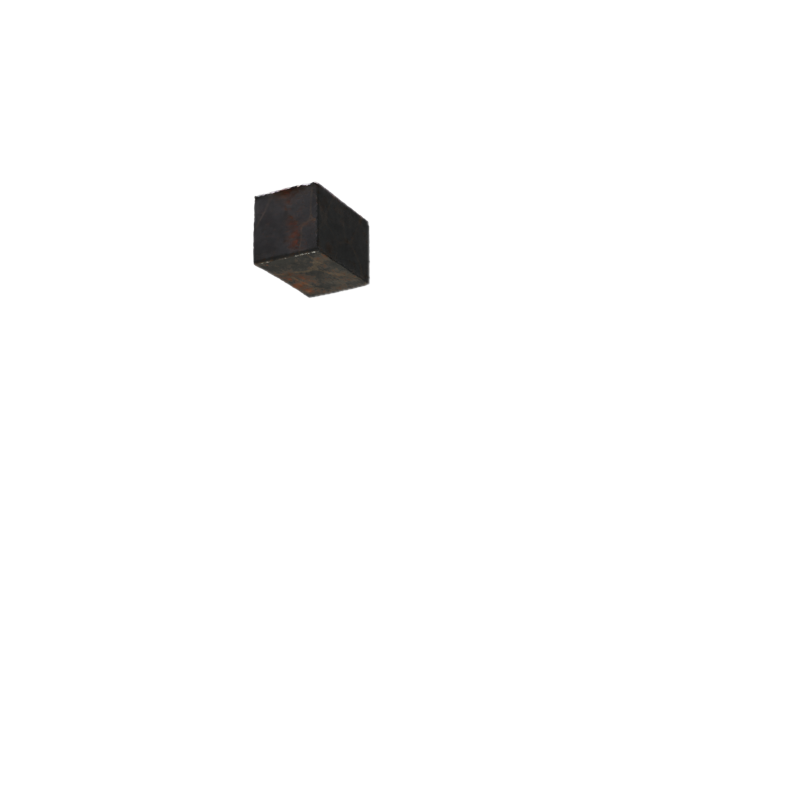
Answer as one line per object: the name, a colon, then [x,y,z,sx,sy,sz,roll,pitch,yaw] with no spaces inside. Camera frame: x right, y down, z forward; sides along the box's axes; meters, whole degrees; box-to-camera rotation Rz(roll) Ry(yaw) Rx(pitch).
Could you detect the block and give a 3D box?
block: [-0.061,-0.111,0.775,0.054,0.054,0.073,-10,-20,25]
